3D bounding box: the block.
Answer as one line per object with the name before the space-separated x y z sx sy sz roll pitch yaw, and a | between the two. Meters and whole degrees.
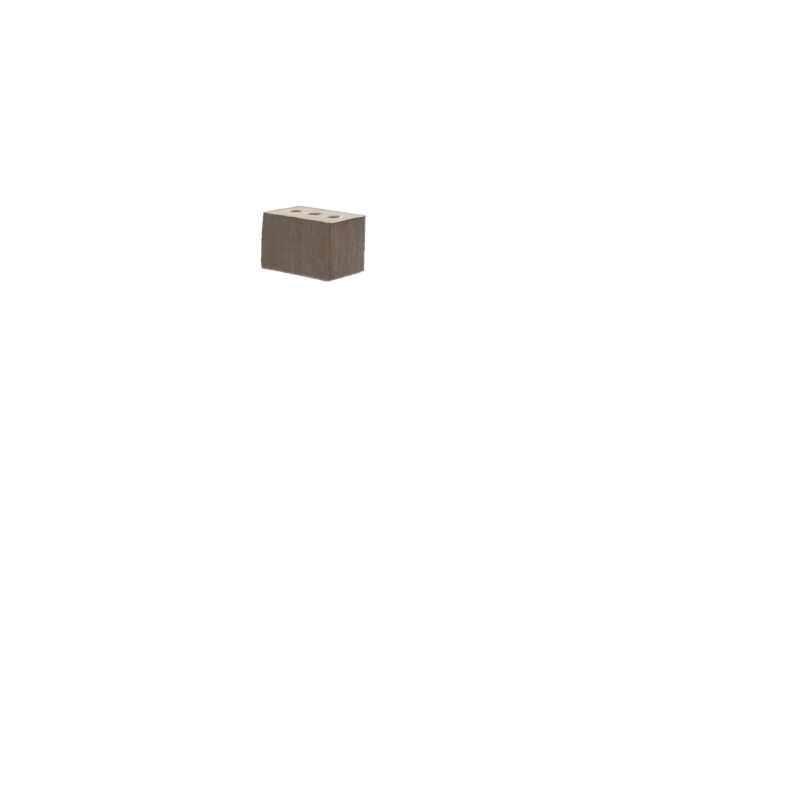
block | -0.075 -0.137 0.960 0.082 0.050 0.052 13 20 36
